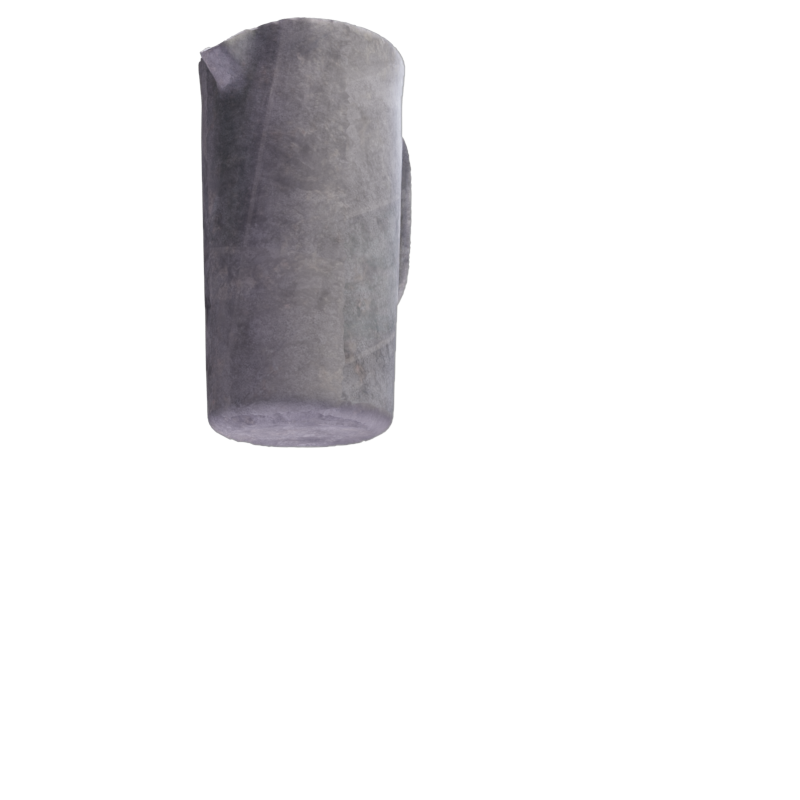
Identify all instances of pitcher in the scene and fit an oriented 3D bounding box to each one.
[{"bbox_3d":[-0.054,-0.098,0.685,0.148,0.253,0.140,1,-17,-8],"label":"pitcher"}]
